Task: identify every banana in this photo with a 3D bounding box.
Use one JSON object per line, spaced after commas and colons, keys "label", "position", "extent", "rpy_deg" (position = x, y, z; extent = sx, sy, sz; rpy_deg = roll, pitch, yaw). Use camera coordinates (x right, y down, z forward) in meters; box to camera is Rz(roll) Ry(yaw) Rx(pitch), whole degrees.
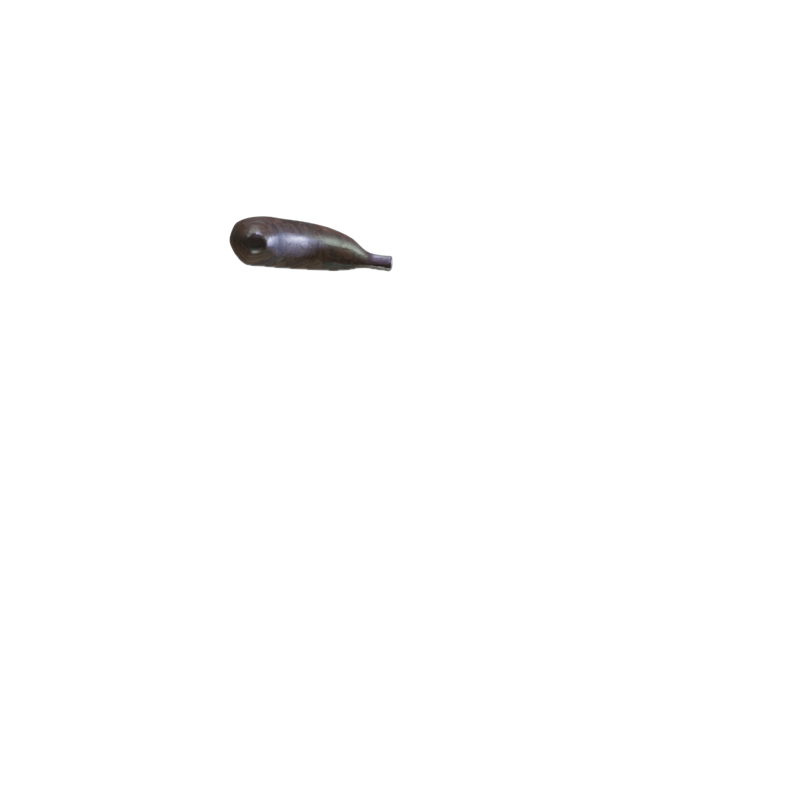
{"label": "banana", "position": [-0.077, -0.115, 0.808], "extent": [0.072, 0.037, 0.191], "rpy_deg": [1, 4, 27]}
